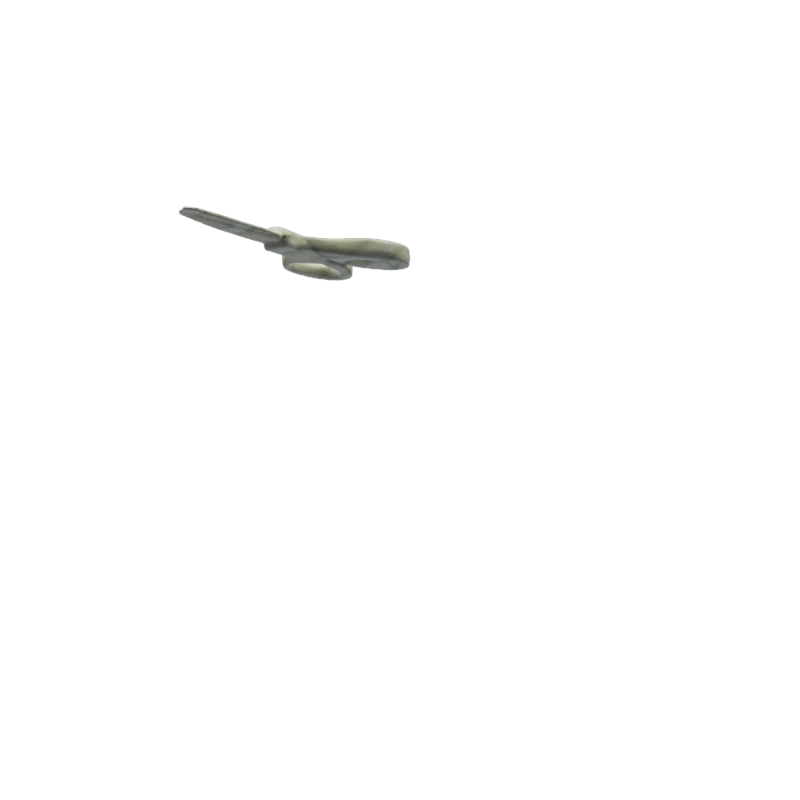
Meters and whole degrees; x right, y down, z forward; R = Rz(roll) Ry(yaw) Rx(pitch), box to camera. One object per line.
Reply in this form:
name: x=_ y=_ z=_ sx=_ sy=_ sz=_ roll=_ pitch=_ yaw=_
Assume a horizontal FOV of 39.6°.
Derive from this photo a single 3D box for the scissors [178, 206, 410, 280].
scissors: x=-0.054 y=-0.099 z=0.693 sx=0.098 sy=0.016 sz=0.194 roll=-1 pitch=-4 yaw=14
